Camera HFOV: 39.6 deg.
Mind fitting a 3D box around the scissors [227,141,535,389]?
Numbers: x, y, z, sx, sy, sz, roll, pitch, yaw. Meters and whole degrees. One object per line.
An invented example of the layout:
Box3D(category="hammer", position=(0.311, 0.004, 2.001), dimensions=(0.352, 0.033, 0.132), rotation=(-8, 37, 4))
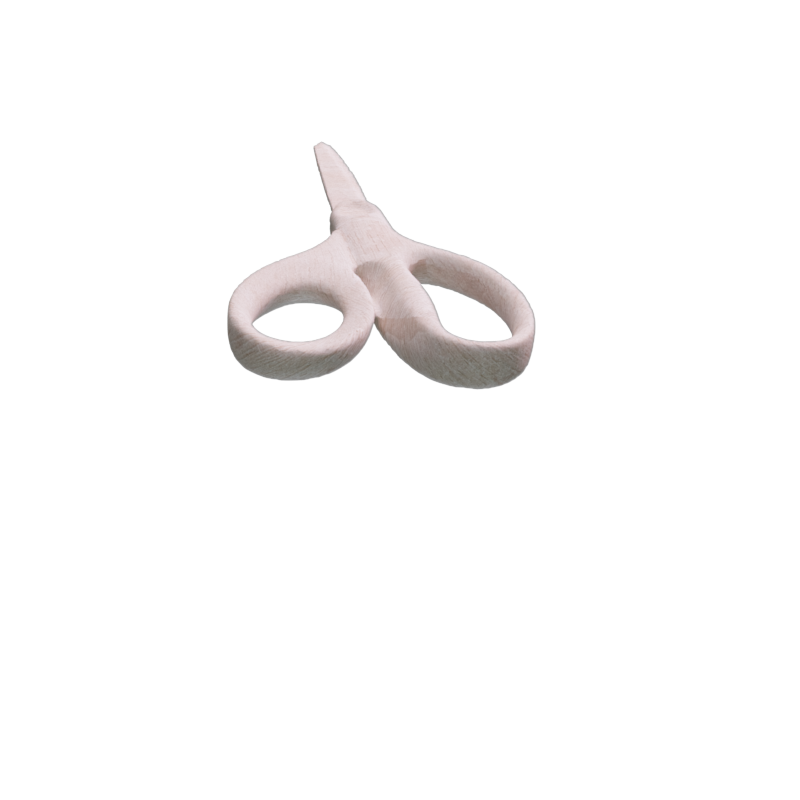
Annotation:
Box3D(category="scissors", position=(-0.030, -0.054, 0.377), dimensions=(0.094, 0.015, 0.217), rotation=(-12, 31, -21))
